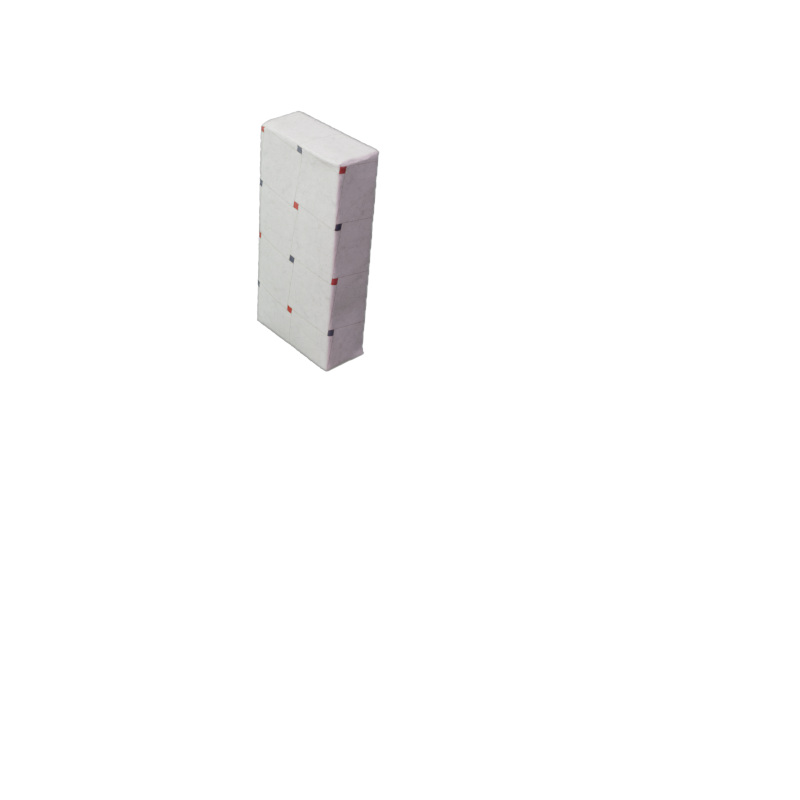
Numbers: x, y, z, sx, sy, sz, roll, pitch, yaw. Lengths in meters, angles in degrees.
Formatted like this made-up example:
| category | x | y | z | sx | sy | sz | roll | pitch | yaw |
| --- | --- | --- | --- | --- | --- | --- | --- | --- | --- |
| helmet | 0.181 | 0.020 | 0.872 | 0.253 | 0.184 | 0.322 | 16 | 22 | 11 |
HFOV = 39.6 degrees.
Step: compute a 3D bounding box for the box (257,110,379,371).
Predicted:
| category | x | y | z | sx | sy | sz | roll | pitch | yaw |
| --- | --- | --- | --- | --- | --- | --- | --- | --- | --- |
| box | -0.066 | -0.120 | 0.838 | 0.048 | 0.165 | 0.100 | -23 | 41 | -34 |
